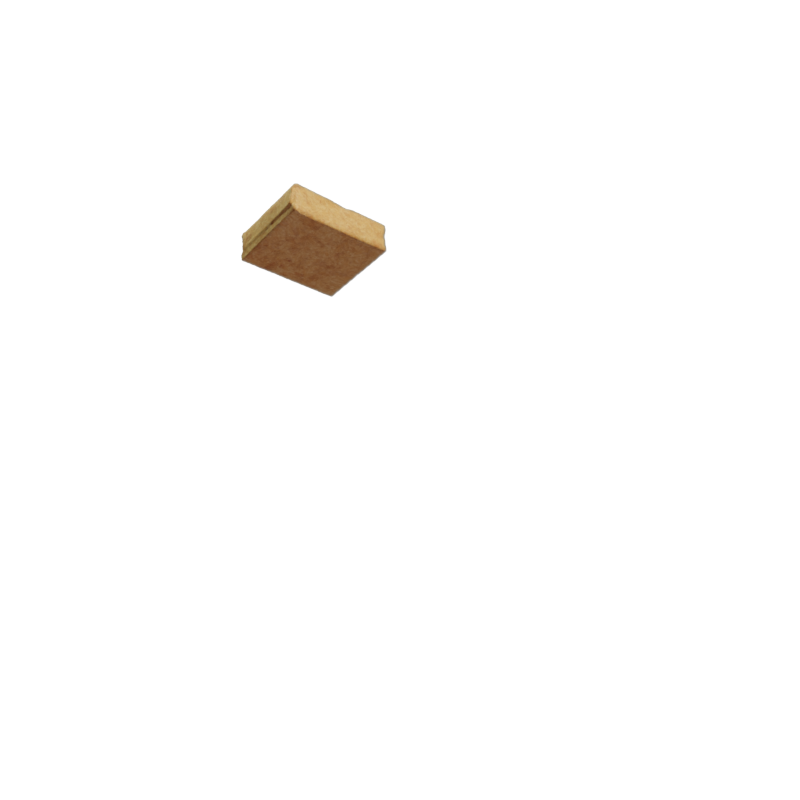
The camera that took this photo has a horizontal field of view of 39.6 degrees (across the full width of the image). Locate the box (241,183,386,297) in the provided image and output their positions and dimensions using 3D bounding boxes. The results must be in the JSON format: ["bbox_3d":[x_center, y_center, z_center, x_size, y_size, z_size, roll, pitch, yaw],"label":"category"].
[{"bbox_3d":[-0.067,-0.122,0.857,0.085,0.032,0.072,22,-41,-29],"label":"box"}]
